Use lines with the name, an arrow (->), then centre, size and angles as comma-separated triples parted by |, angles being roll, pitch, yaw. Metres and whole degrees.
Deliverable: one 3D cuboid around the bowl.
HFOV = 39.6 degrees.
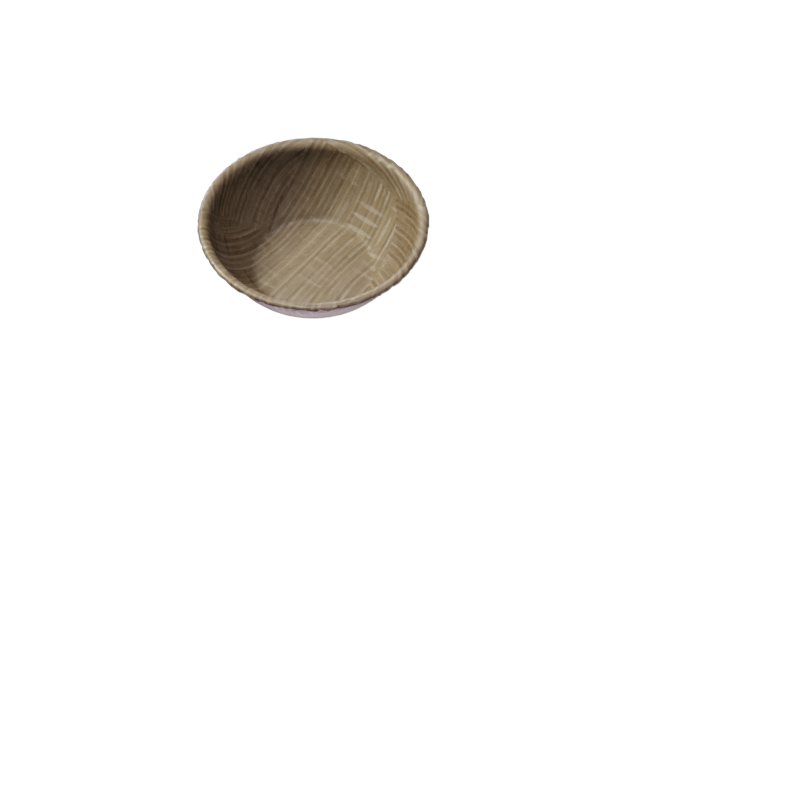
bowl -> -0.062, -0.113, 0.791 | 0.162, 0.174, 0.051 | -1, -37, -1
